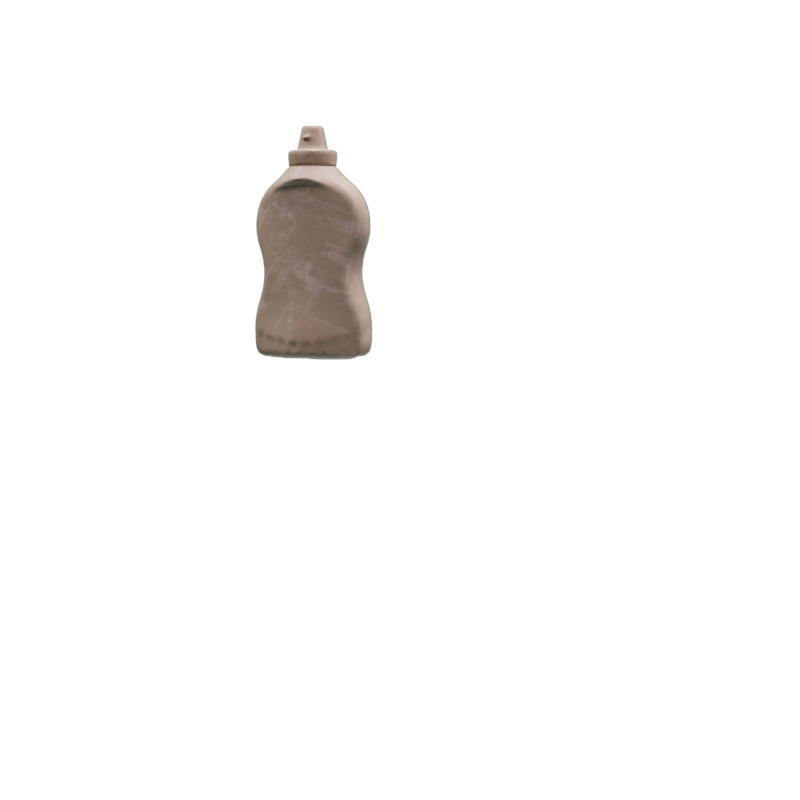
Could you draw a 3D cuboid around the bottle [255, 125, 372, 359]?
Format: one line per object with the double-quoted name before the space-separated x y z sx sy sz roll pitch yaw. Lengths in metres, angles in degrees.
"bottle" -0.072 -0.132 0.923 0.099 0.192 0.057 1 1 23
